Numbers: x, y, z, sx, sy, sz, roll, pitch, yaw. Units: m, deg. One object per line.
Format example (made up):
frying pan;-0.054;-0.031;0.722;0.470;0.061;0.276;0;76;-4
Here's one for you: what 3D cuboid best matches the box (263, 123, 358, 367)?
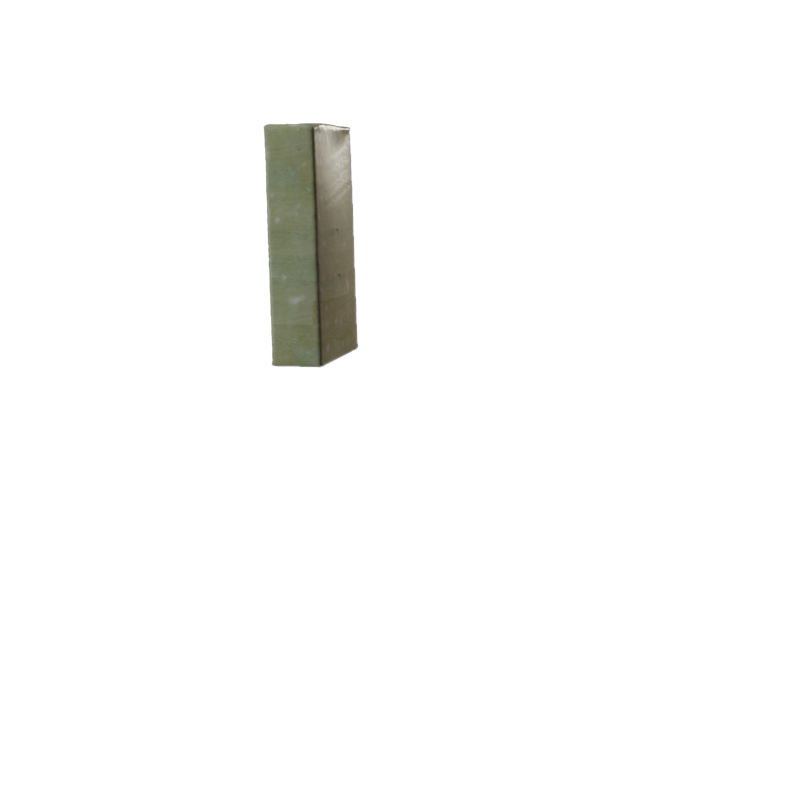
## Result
box;-0.065;-0.119;0.836;0.049;0.174;0.092;2;6;16
